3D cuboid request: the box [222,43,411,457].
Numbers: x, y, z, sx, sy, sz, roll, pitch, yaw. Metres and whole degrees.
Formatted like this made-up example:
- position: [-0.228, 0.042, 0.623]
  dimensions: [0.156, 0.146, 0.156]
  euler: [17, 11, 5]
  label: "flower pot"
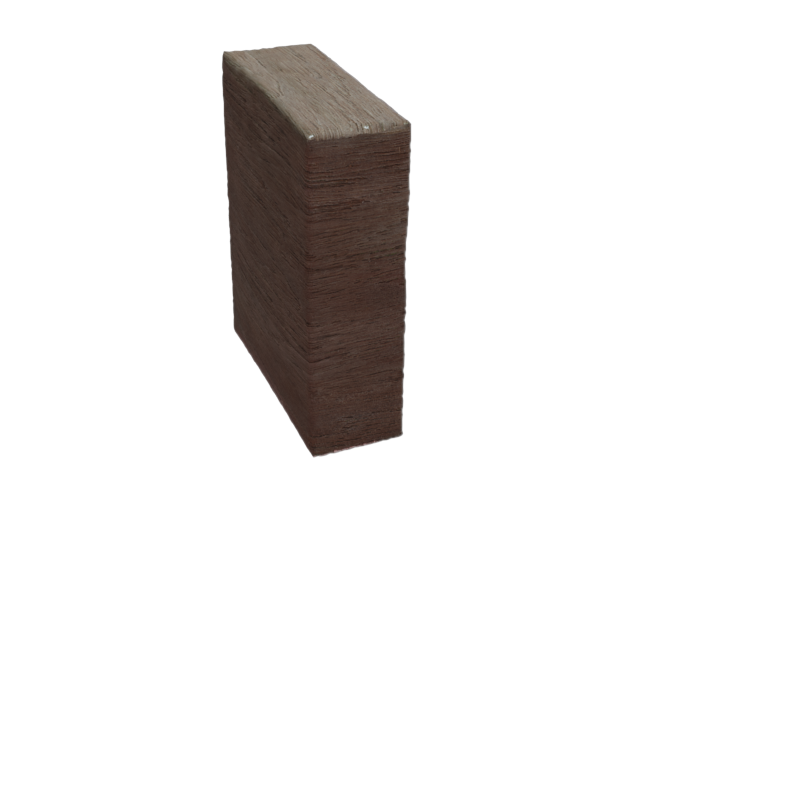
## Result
- position: [-0.055, -0.101, 0.706]
  dimensions: [0.071, 0.201, 0.177]
  euler: [-10, 32, -21]
  label: "box"
